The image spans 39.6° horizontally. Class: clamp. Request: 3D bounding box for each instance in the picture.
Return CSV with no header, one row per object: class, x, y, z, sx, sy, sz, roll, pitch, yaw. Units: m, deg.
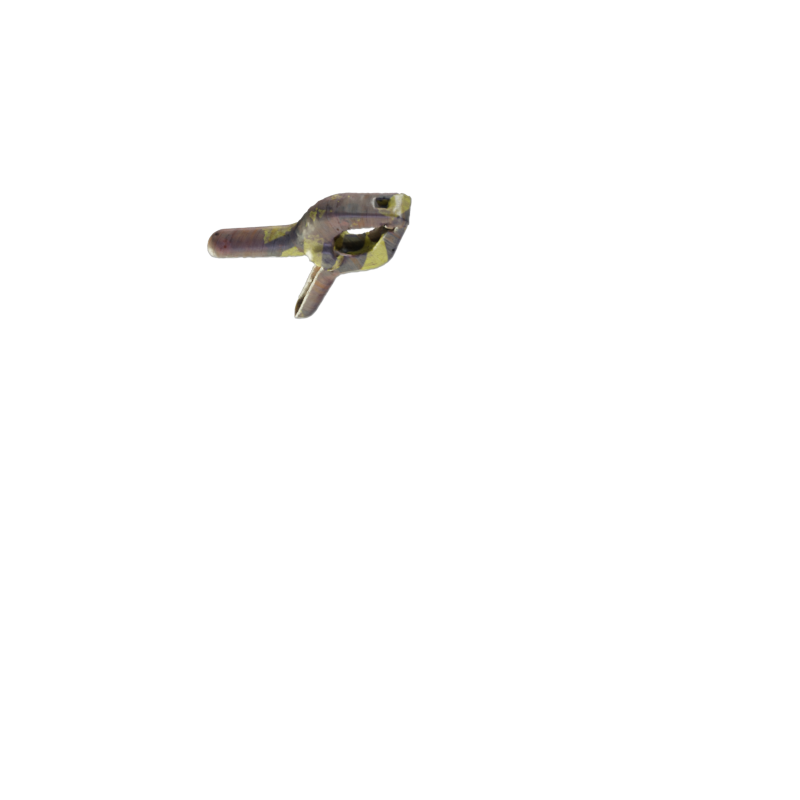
clamp,-0.070,-0.127,0.889,0.113,0.042,0.170,26,-40,-35
